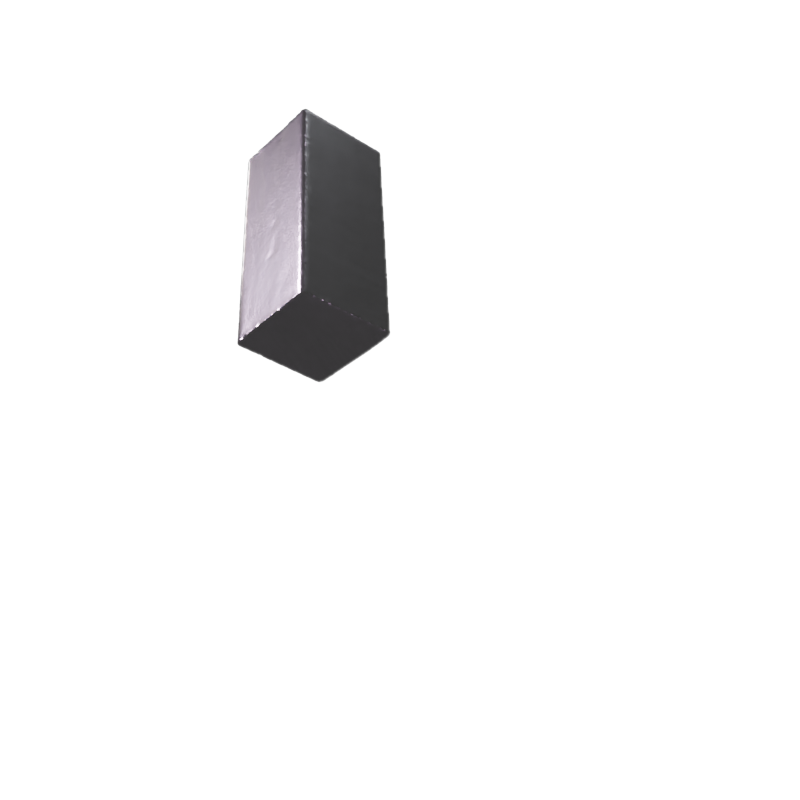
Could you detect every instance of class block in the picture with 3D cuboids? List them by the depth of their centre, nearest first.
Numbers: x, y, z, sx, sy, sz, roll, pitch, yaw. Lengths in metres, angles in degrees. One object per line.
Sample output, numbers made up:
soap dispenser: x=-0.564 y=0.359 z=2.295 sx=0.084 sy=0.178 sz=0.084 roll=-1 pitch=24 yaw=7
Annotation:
block: x=-0.074 y=-0.134 z=0.943 sx=0.085 sy=0.221 sz=0.089 roll=26 pitch=-47 yaw=-32
